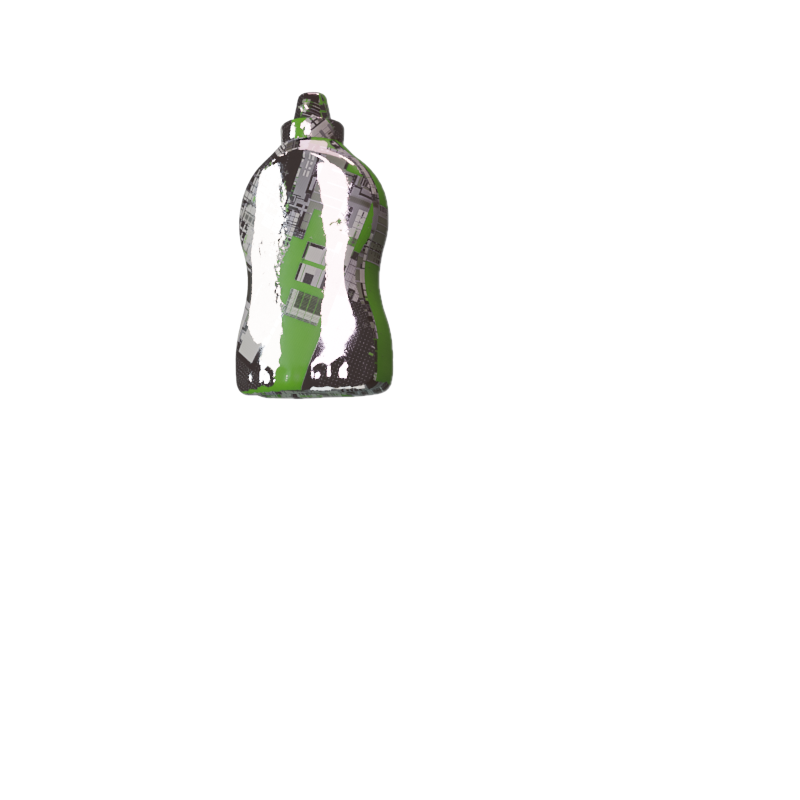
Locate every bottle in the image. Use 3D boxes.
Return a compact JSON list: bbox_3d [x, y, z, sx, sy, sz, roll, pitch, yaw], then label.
[{"bbox_3d":[-0.055,-0.099,0.694,0.098,0.197,0.055,-6,-12,26],"label":"bottle"}]
